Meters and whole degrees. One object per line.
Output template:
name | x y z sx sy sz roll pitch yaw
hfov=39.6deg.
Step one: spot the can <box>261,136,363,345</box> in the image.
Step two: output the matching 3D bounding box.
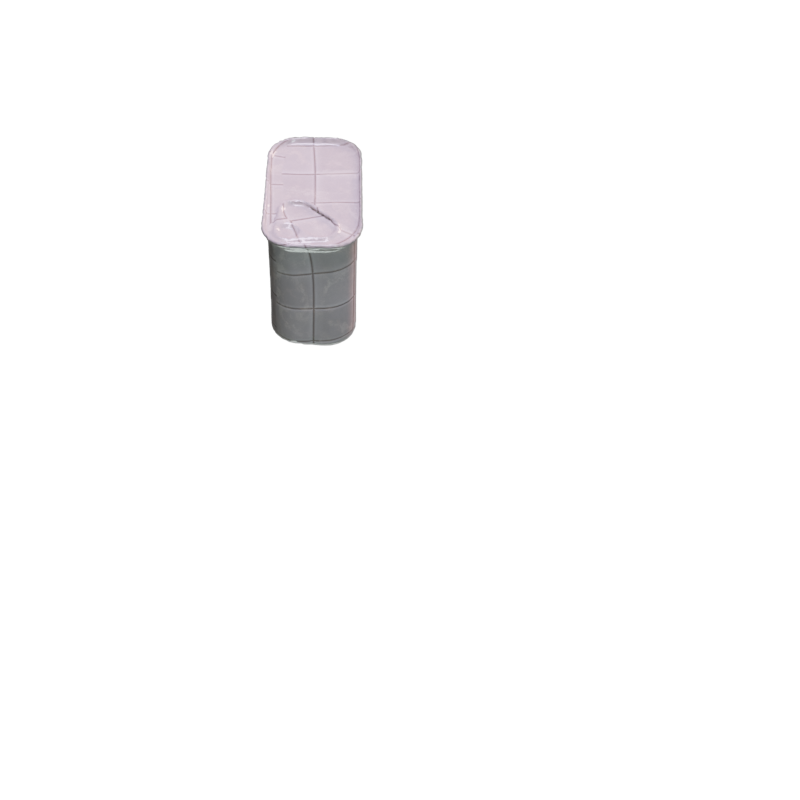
can | -0.053 -0.096 0.672 0.057 0.109 0.078 1 -45 -2
